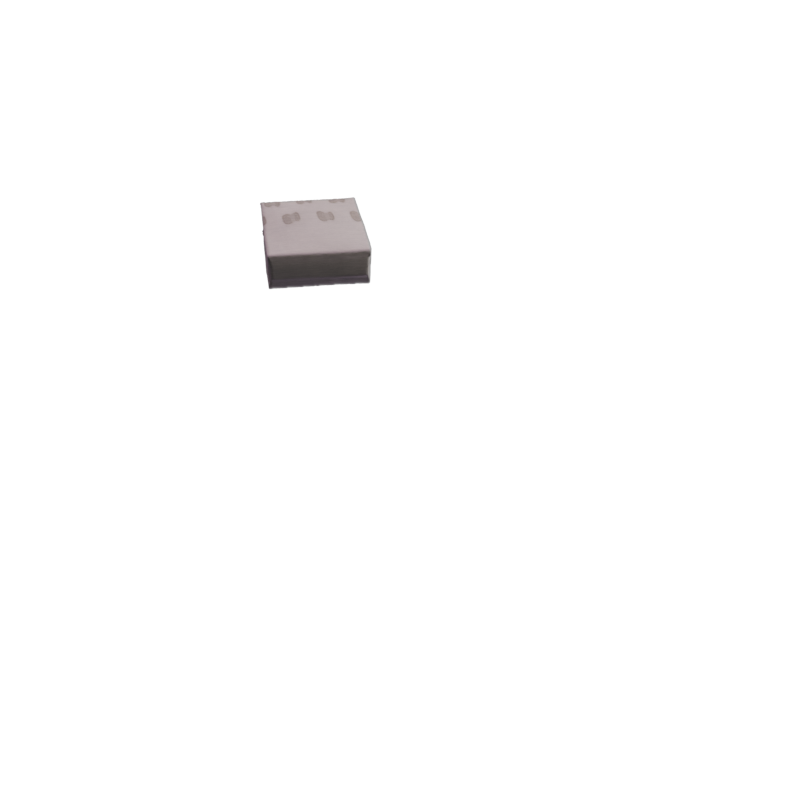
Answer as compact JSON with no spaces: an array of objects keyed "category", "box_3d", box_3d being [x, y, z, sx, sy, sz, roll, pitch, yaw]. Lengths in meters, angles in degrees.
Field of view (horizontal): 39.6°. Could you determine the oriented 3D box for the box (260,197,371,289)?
[{"category":"box","box_3d":[-0.077,-0.141,0.990,0.089,0.037,0.121,-4,31,-7]}]
